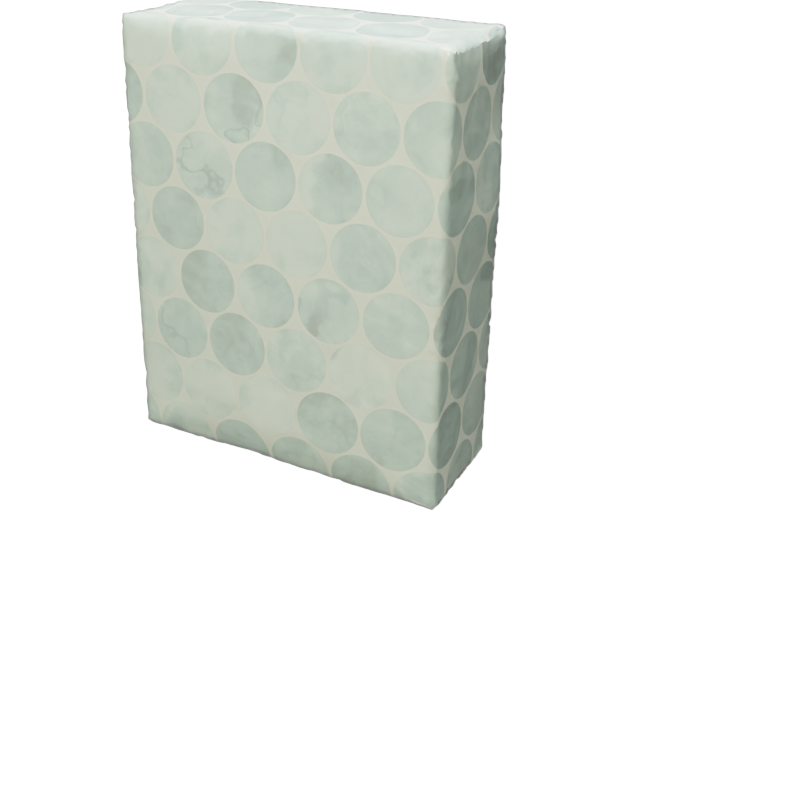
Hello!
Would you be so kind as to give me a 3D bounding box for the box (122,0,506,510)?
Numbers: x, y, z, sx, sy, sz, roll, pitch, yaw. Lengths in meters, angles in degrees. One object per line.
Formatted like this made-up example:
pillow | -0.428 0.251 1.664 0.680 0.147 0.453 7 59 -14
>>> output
box | -0.041 -0.075 0.524 0.171 0.203 0.072 14 26 26
